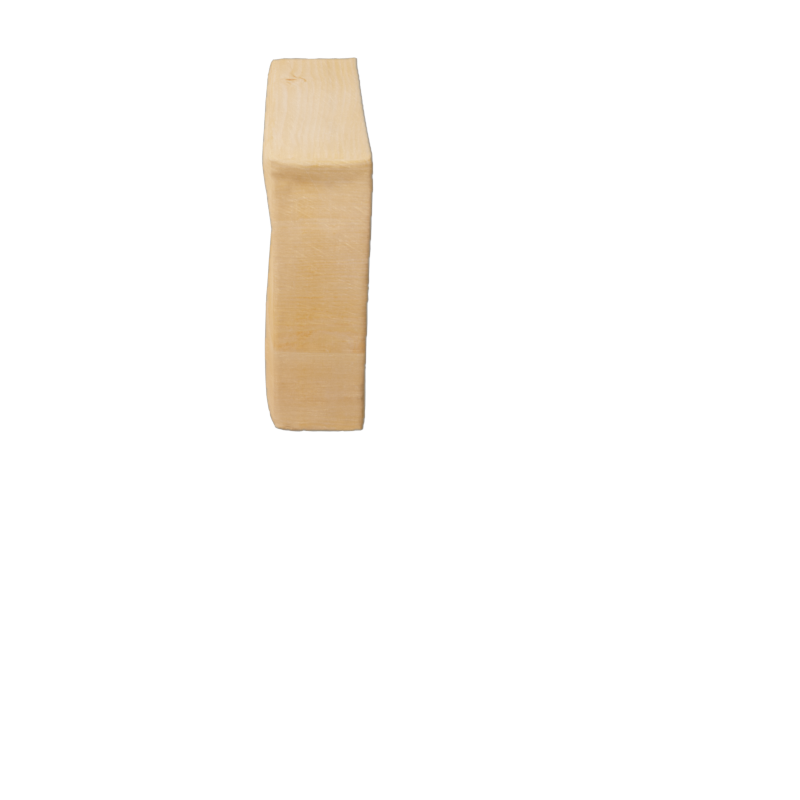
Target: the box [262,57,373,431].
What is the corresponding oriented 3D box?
[{"bbox_3d":[-0.061,-0.111,0.779,0.071,0.200,0.176,-1,35,-5],"label":"box"}]
